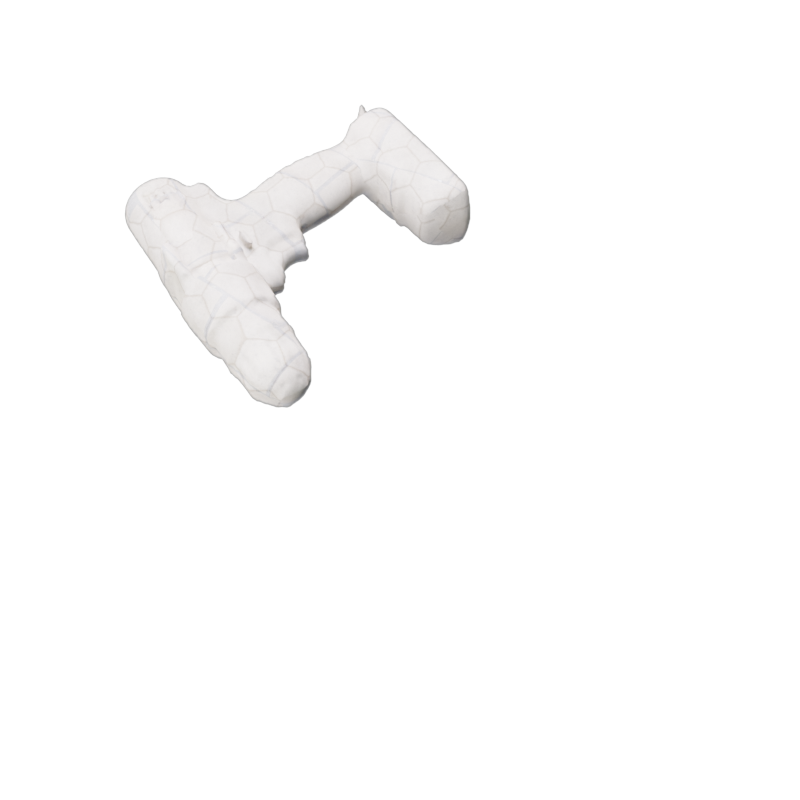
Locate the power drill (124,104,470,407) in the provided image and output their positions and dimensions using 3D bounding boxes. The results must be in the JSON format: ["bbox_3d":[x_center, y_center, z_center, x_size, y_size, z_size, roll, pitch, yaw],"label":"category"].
[{"bbox_3d":[-0.053,-0.097,0.677,0.187,0.198,0.053,-27,-34,-20],"label":"power drill"}]
